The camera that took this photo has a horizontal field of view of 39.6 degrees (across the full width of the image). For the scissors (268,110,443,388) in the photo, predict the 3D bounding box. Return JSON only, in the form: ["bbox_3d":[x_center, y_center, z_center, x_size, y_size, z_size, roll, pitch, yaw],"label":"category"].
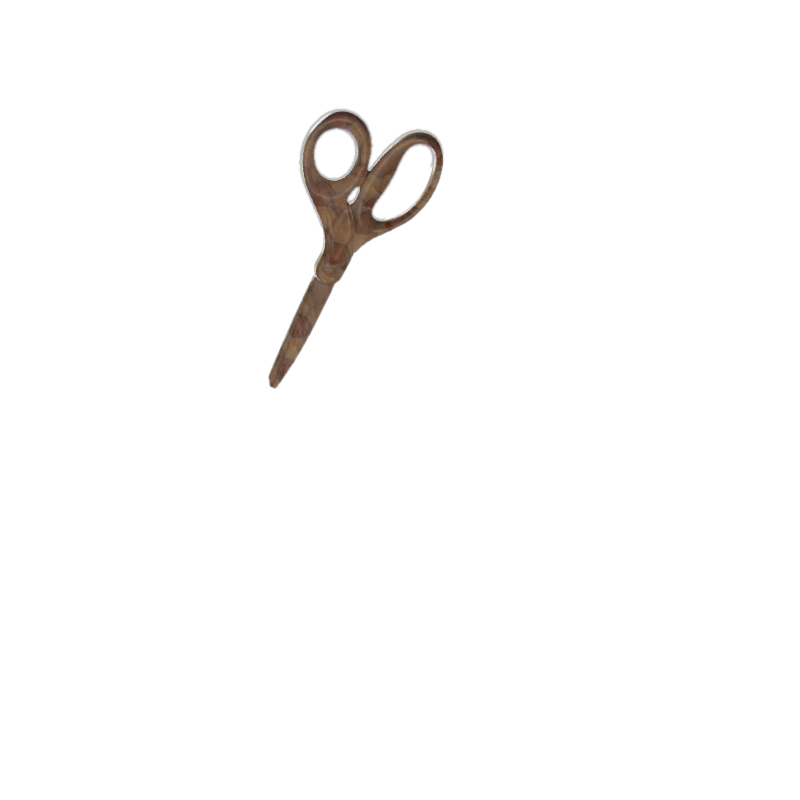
[{"bbox_3d":[-0.056,-0.101,0.710,0.093,0.199,0.017,39,18,-15],"label":"scissors"}]
